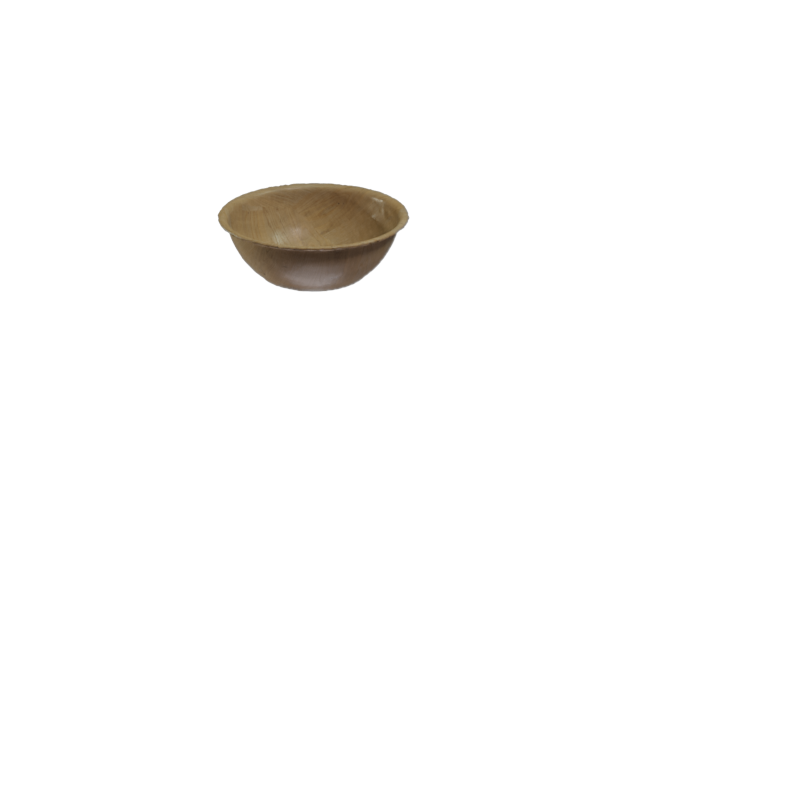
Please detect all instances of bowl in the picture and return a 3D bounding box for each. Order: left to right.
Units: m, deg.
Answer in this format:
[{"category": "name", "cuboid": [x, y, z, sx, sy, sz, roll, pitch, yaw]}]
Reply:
[{"category": "bowl", "cuboid": [-0.074, -0.136, 0.949, 0.162, 0.052, 0.171, -1, 27, -2]}]
